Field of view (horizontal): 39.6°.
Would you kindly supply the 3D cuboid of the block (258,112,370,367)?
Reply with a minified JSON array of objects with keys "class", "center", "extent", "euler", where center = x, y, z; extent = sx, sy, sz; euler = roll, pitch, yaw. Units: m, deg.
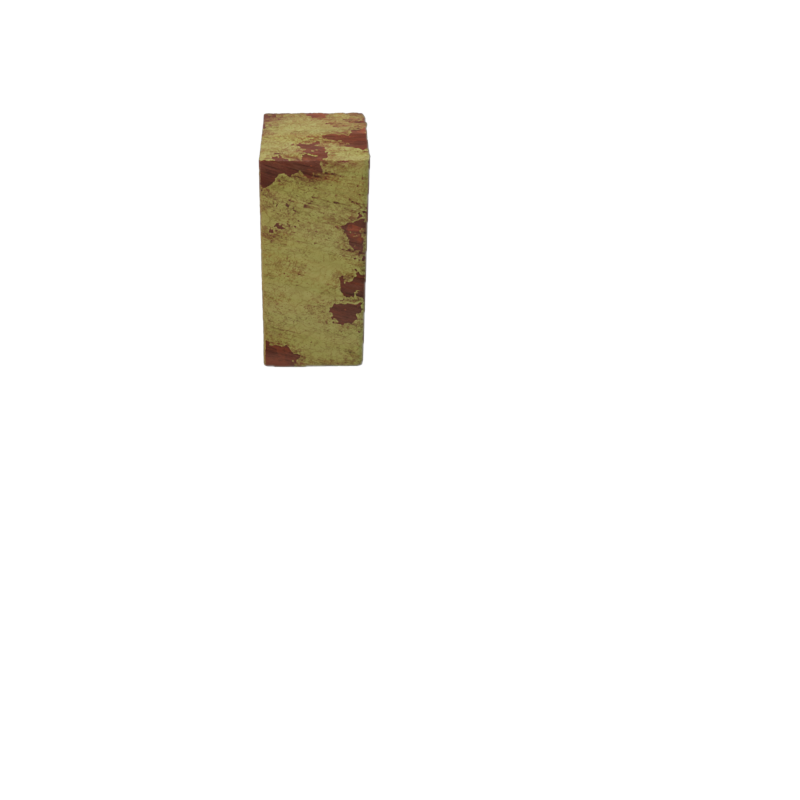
[{"class":"block","center":[-0.075,-0.138,0.965],"extent":[0.090,0.193,0.097],"euler":[0,34,-3]}]
